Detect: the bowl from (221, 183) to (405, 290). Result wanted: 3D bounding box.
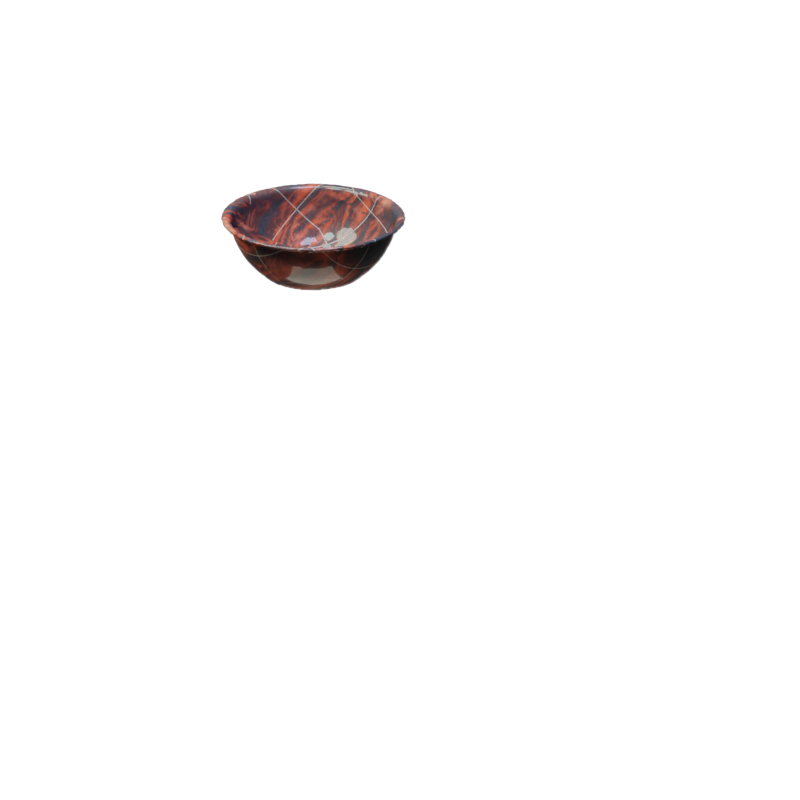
[{"bbox_3d":[-0.077,-0.141,0.985,0.162,0.052,0.171,-1,28,-2],"label":"bowl"}]
